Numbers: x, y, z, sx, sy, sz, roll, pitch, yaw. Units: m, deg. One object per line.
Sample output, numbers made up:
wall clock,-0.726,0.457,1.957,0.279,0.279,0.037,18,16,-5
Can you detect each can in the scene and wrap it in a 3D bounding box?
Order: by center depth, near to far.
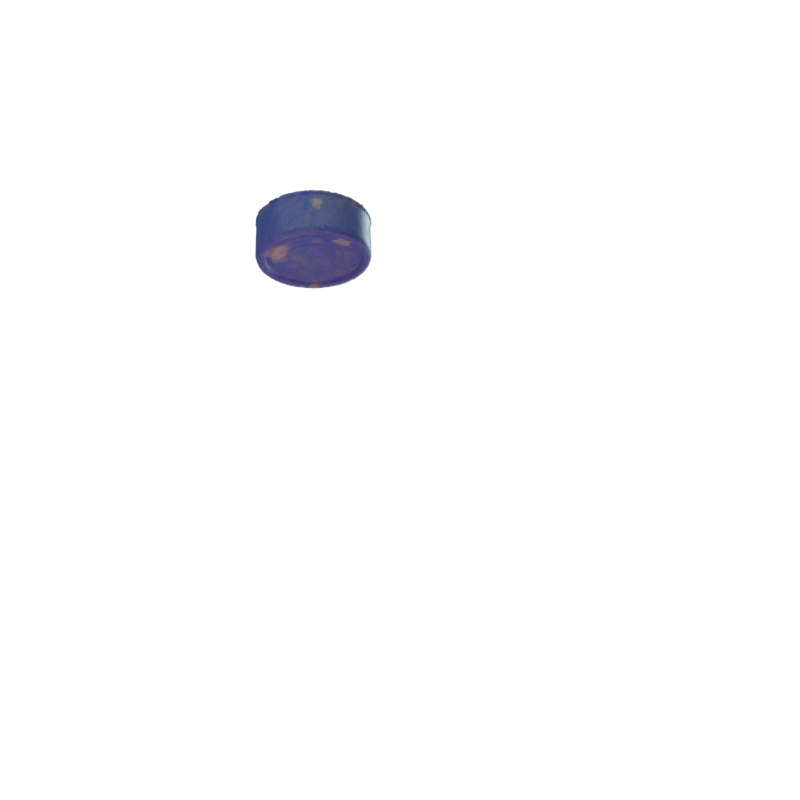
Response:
can,-0.064,-0.116,0.812,0.086,0.036,0.081,1,-26,-2
